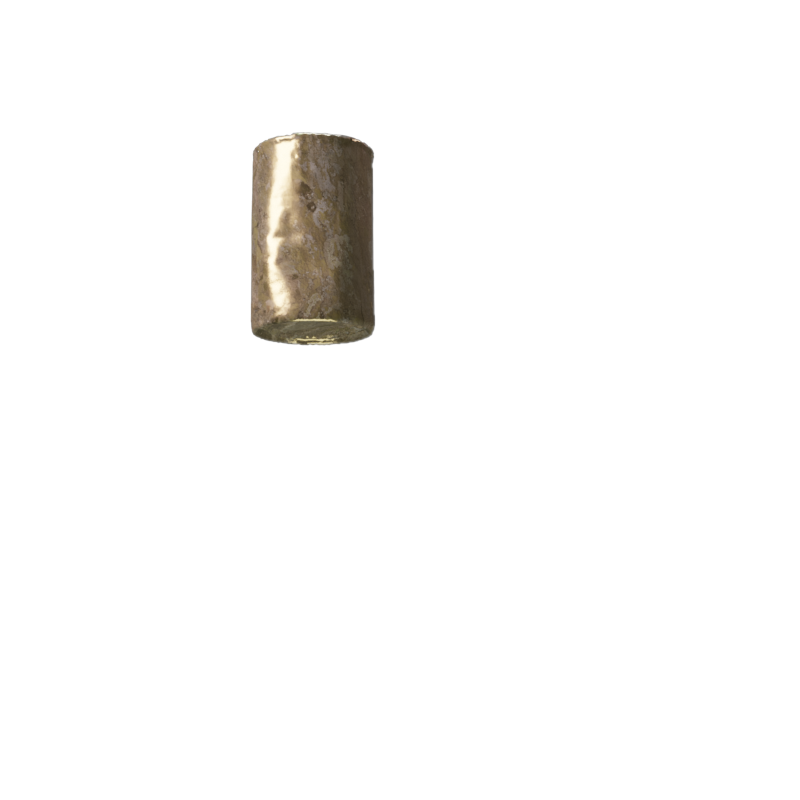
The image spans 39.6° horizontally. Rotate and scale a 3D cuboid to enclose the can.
[{"bbox_3d":[-0.047,-0.086,0.603,0.068,0.106,0.066,0,-14,-2],"label":"can"}]
